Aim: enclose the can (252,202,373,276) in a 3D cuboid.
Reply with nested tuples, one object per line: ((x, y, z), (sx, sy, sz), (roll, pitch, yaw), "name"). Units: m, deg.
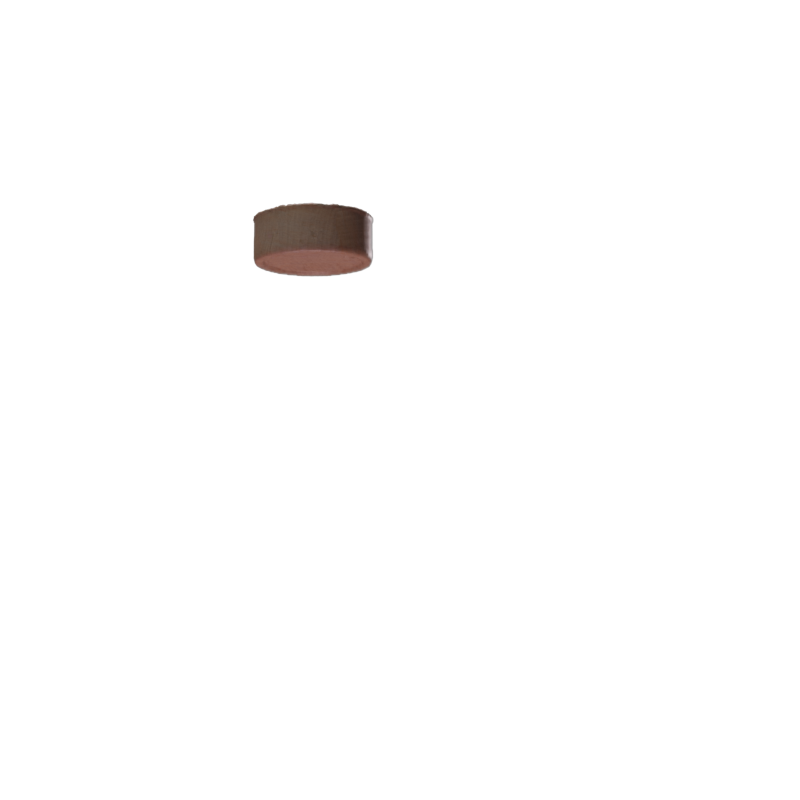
((-0.061, -0.112, 0.785), (0.086, 0.034, 0.084), (0, -7, -2), "can")
